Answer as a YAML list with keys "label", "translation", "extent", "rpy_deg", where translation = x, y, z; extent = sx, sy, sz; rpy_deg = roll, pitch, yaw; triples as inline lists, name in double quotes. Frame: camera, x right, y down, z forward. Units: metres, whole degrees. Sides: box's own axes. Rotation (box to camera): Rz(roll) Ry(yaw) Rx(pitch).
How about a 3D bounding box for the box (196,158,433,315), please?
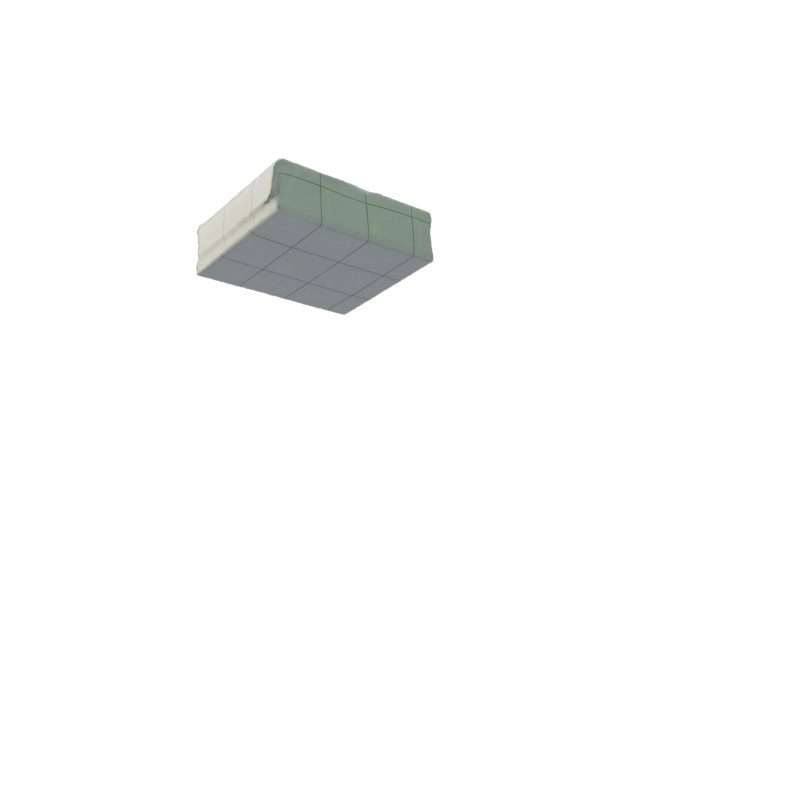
- label: "box"
  translation: [-0.041, -0.075, 0.524]
  extent: [0.085, 0.032, 0.073]
  rpy_deg: [15, -28, -32]
